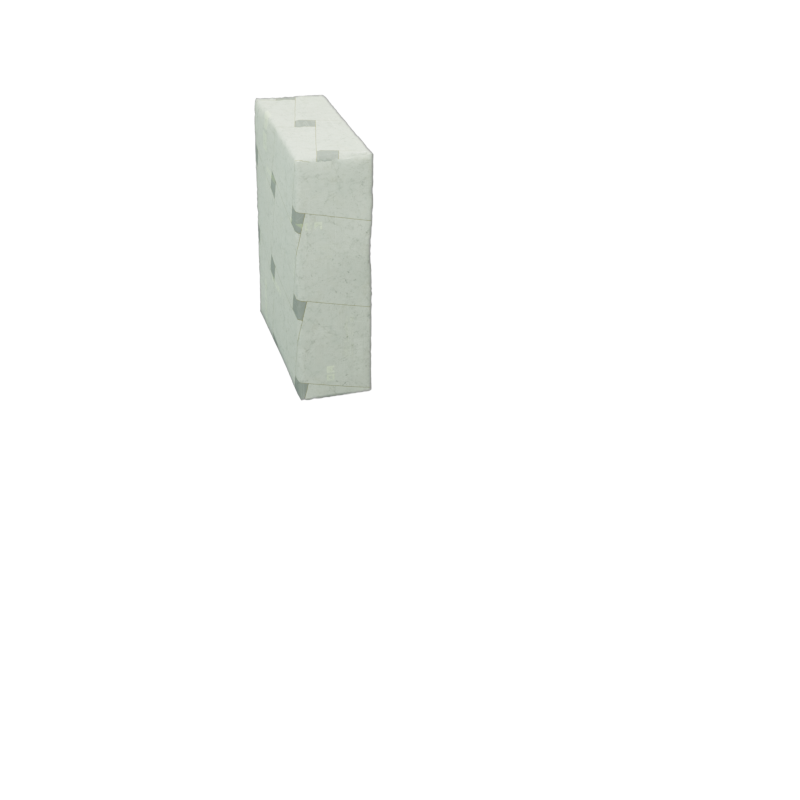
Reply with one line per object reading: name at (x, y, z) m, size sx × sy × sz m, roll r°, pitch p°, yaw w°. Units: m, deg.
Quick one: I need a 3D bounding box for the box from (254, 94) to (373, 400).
box at (-0.074, -0.135, 0.943) m, size 0.071 × 0.202 × 0.176 m, roll -6°, pitch 29°, yaw -16°
